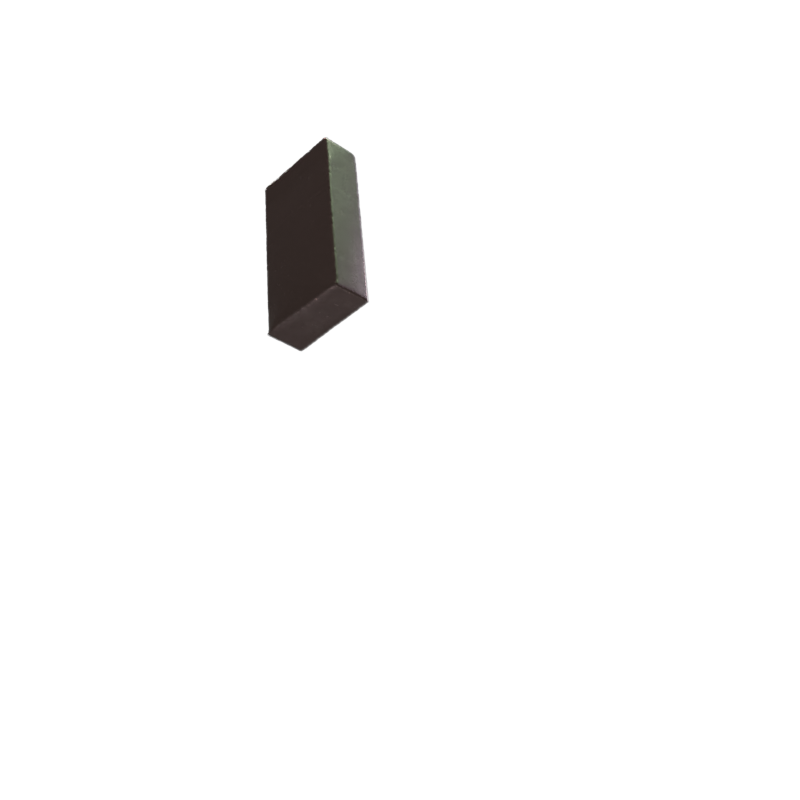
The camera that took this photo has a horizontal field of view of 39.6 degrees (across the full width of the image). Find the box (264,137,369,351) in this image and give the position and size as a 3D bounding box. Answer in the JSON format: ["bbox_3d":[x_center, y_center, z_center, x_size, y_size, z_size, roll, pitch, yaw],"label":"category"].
[{"bbox_3d":[-0.077,-0.141,0.991,0.045,0.189,0.092,29,-48,-34],"label":"box"}]
